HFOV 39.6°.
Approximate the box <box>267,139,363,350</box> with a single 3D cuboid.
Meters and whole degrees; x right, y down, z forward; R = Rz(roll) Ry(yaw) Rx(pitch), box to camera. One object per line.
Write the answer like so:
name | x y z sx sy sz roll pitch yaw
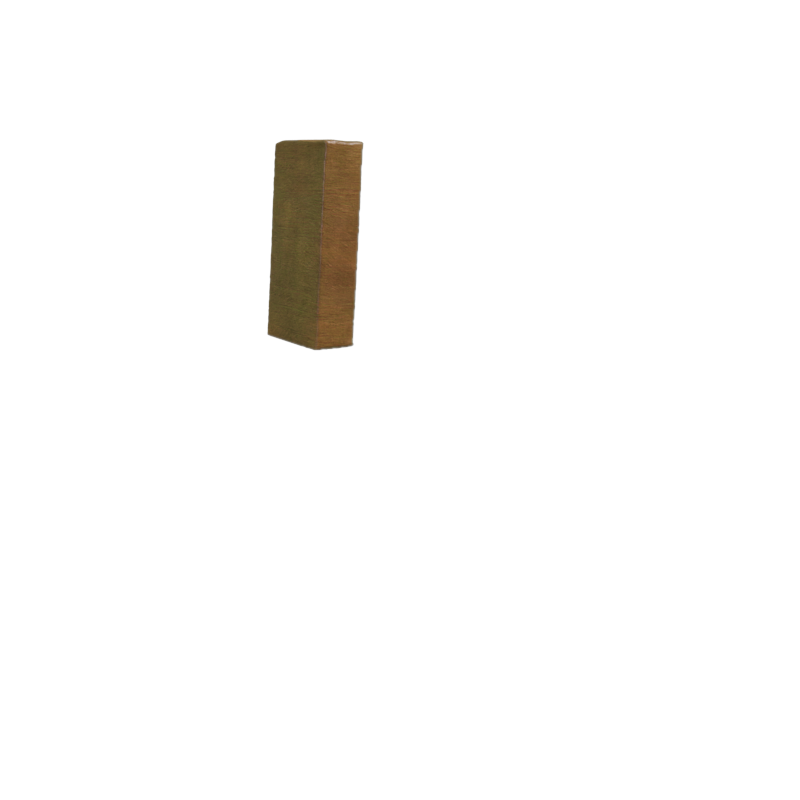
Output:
box | -0.076 -0.137 0.963 0.046 0.174 0.098 -3 7 -32
